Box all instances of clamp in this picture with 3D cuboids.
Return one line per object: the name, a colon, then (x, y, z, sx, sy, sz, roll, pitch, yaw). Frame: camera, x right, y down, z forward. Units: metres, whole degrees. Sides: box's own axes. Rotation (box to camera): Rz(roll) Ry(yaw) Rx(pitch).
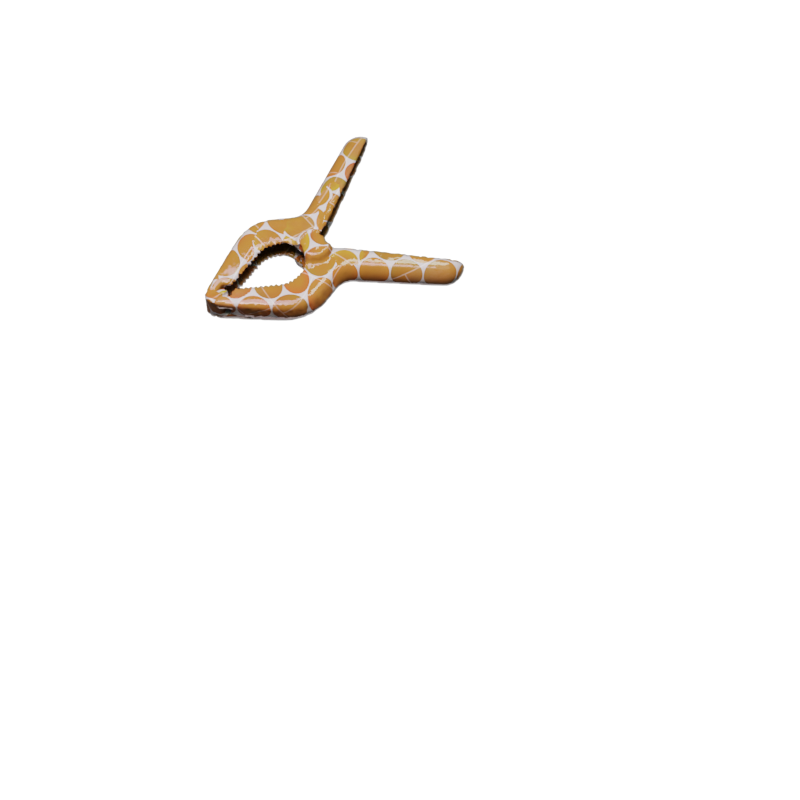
clamp: (-0.074, -0.135, 0.943, 0.209, 0.176, 0.034, -22, -27, -12)
